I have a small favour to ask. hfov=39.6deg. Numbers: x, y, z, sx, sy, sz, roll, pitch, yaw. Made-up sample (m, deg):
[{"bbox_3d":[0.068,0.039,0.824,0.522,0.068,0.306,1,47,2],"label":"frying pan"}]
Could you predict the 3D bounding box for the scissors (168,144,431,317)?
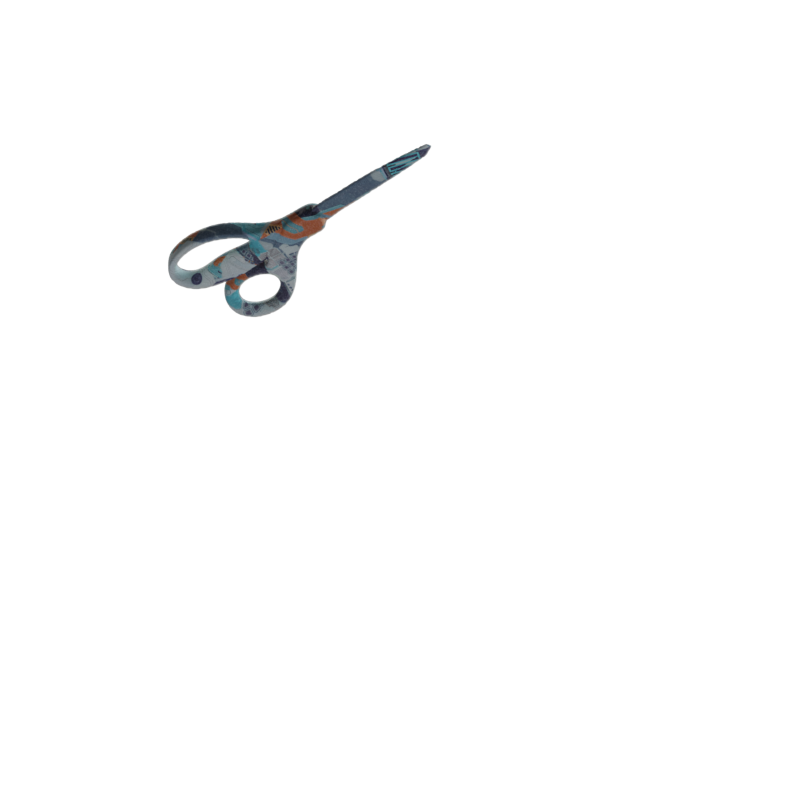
[{"bbox_3d":[-0.057,-0.105,0.733,0.204,0.017,0.089,-15,-41,19],"label":"scissors"}]
